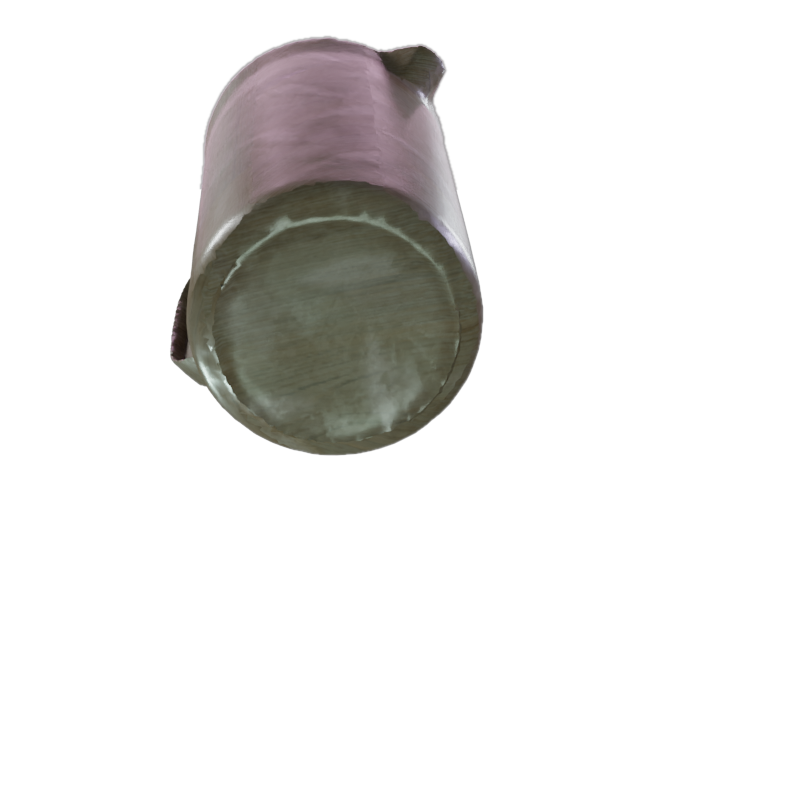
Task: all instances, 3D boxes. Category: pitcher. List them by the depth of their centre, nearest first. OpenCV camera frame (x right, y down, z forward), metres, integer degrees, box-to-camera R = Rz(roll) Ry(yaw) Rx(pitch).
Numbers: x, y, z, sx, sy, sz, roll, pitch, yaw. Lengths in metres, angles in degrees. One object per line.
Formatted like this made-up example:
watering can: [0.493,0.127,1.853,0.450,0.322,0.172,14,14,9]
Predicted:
pitcher: [-0.040,-0.072,0.507,0.144,0.142,0.256,0,25,-3]
